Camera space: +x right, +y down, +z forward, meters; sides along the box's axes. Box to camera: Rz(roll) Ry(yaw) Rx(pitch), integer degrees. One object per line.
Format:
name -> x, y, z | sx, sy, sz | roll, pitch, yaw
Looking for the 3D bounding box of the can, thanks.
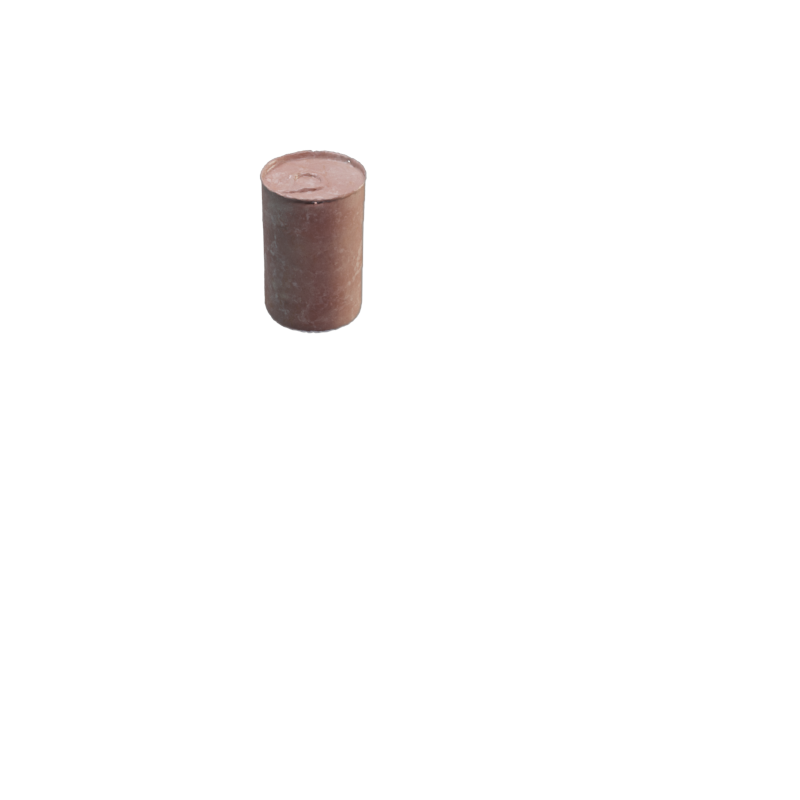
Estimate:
can -> -0.057, -0.104, 0.730 | 0.068, 0.096, 0.073 | 0, 34, -3
